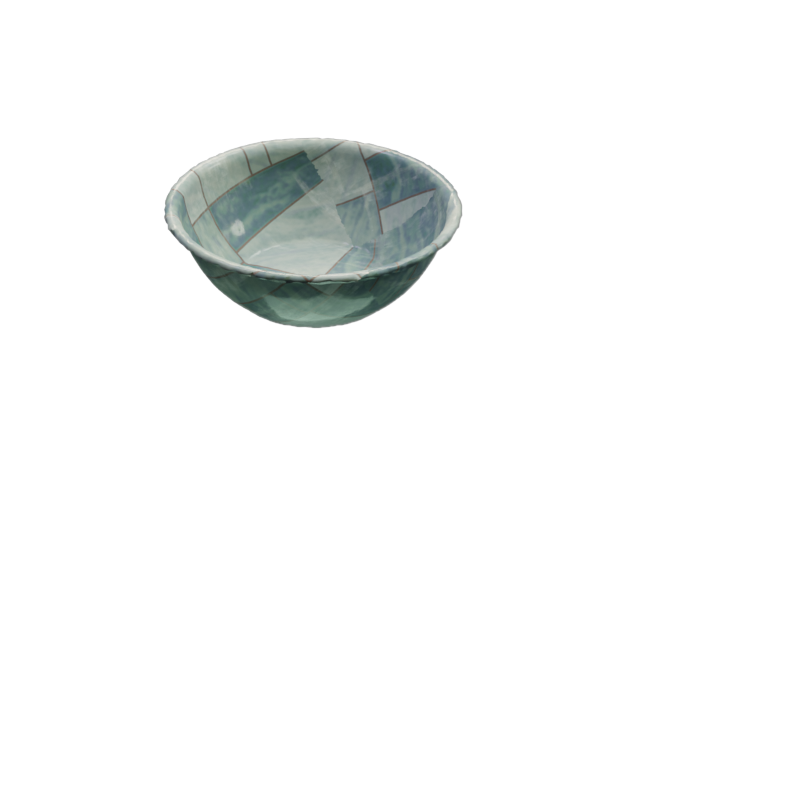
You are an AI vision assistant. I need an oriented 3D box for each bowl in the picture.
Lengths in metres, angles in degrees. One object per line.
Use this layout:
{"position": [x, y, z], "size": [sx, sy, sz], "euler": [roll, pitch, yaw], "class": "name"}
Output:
{"position": [-0.048, -0.088, 0.616], "size": [0.162, 0.051, 0.173], "euler": [-1, 36, -2], "class": "bowl"}
